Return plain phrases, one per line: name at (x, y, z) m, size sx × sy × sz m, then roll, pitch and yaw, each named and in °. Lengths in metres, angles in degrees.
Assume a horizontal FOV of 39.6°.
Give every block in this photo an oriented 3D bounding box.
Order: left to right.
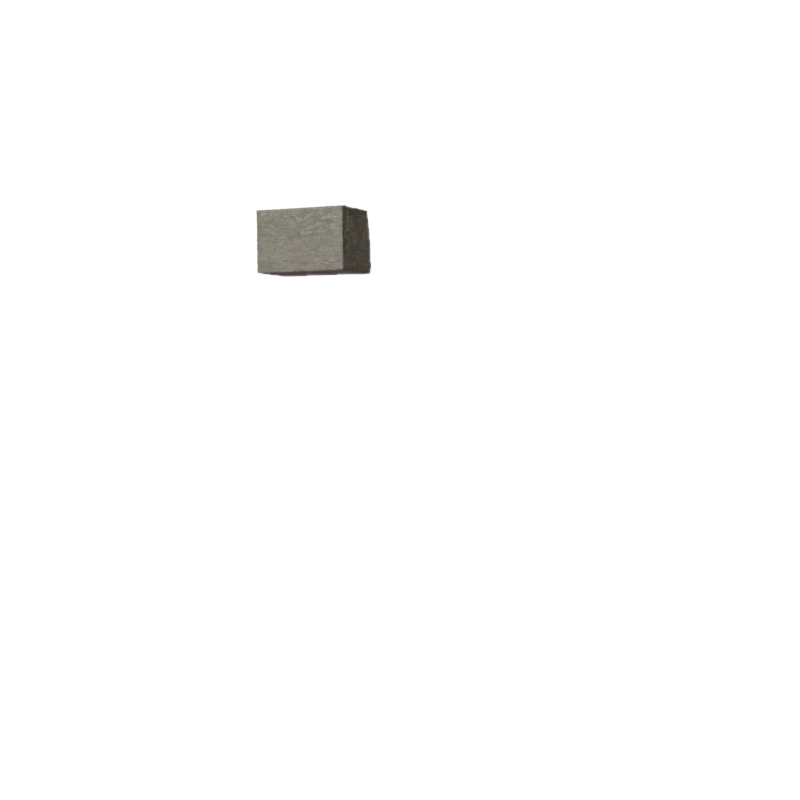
block at (-0.069, -0.126, 0.880) m, size 0.080 × 0.052 × 0.051 m, roll 0°, pitch -1°, yaw 24°
